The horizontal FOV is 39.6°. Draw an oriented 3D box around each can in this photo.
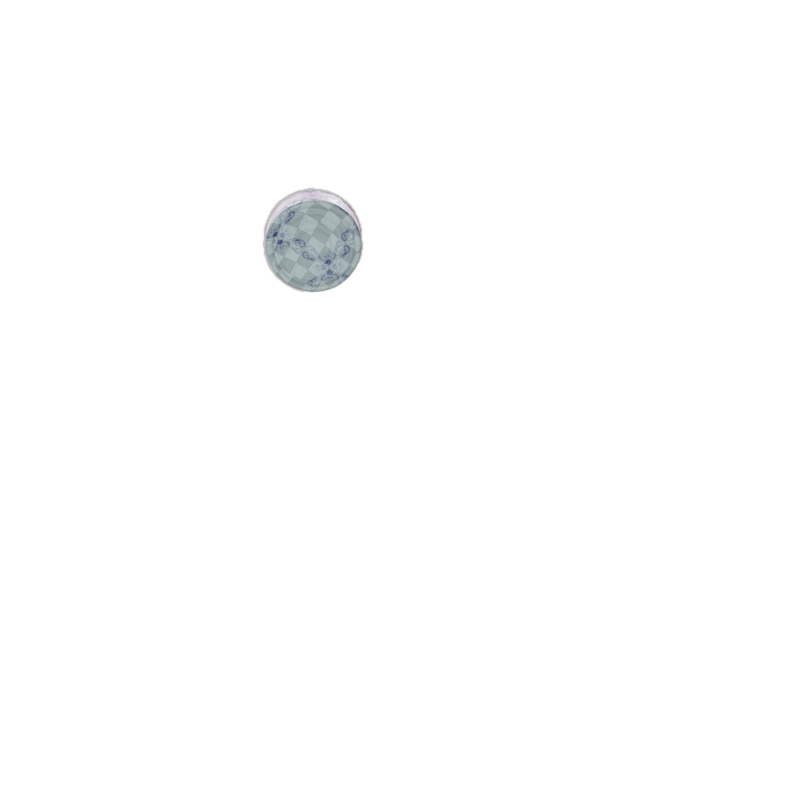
[{"bbox_3d":[-0.076,-0.138,0.969,0.086,0.082,0.035,0,18,-1],"label":"can"}]
